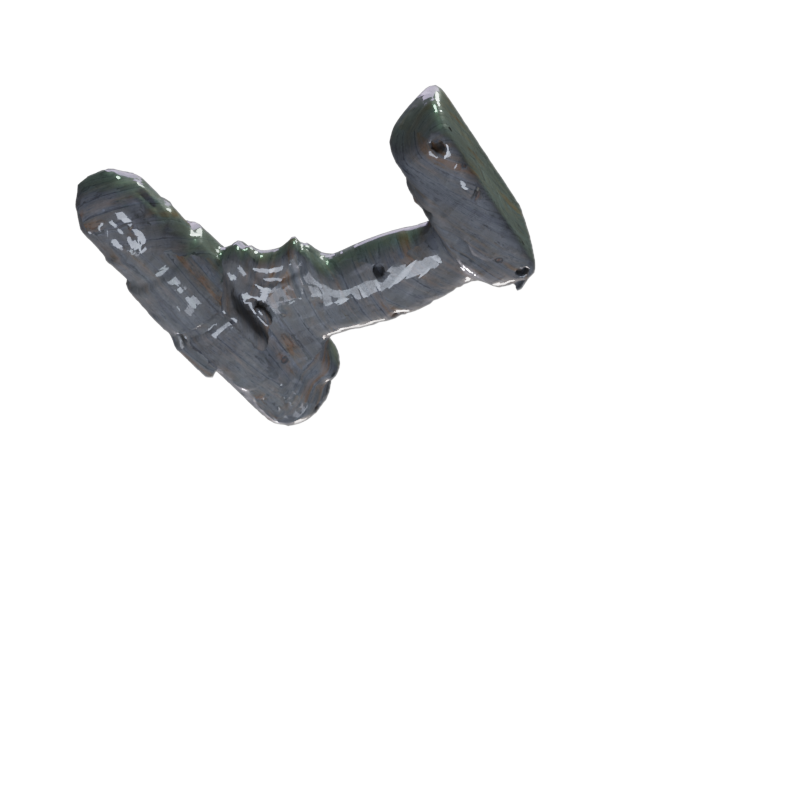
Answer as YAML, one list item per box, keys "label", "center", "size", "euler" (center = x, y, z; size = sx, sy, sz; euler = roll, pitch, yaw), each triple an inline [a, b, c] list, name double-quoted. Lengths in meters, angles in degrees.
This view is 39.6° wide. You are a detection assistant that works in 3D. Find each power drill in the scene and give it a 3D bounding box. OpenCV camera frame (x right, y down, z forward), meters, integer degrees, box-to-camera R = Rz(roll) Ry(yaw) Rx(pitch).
- label: "power drill"
  center: [-0.044, -0.079, 0.556]
  size: [0.188, 0.062, 0.171]
  euler: [-25, -51, 22]
